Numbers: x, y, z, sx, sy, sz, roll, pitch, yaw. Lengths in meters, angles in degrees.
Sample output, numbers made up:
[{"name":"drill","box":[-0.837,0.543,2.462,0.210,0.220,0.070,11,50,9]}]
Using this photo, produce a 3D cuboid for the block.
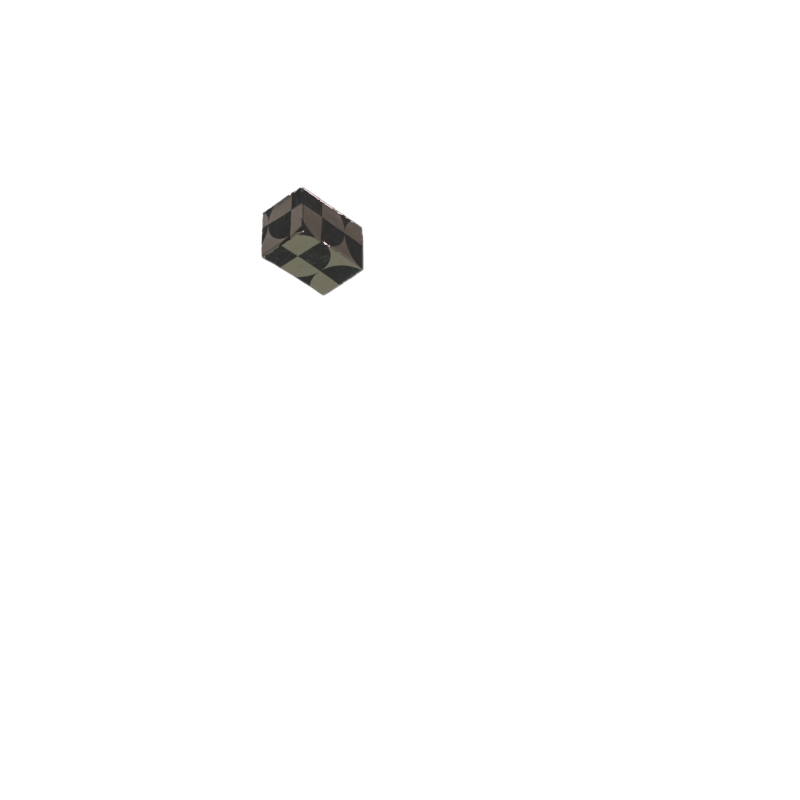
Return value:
[{"name":"block","box":[-0.076,-0.138,0.969,0.052,0.055,0.073,-30,-46,32]}]
